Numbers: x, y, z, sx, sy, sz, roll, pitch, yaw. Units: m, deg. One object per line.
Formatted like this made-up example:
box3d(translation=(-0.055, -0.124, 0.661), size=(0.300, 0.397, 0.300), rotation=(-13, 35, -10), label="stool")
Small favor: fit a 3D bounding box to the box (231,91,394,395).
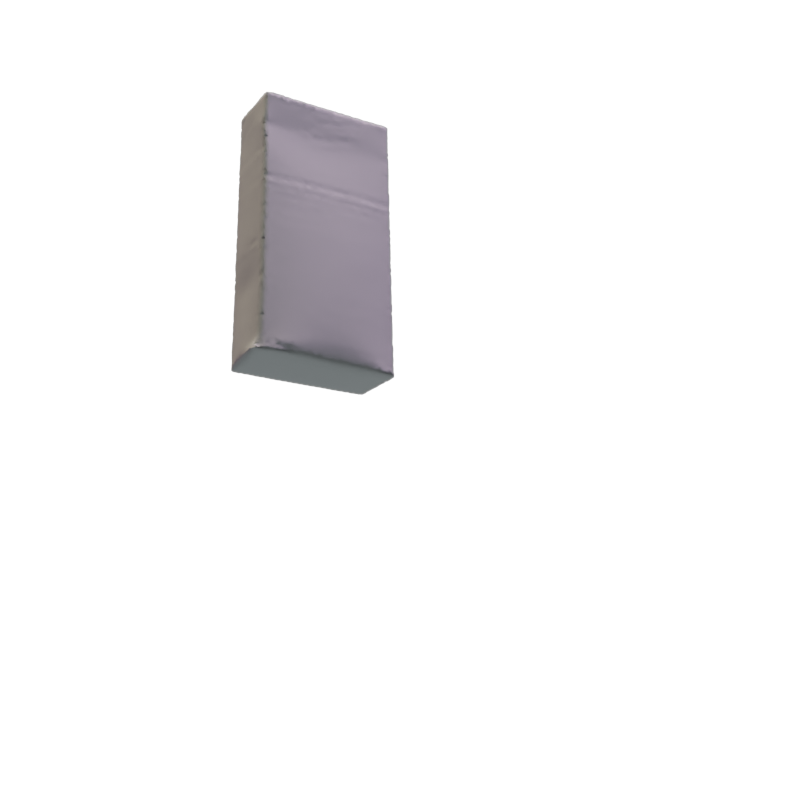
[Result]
box3d(translation=(-0.054, -0.099, 0.693), size=(0.089, 0.187, 0.047), rotation=(12, -30, -26), label="box")
